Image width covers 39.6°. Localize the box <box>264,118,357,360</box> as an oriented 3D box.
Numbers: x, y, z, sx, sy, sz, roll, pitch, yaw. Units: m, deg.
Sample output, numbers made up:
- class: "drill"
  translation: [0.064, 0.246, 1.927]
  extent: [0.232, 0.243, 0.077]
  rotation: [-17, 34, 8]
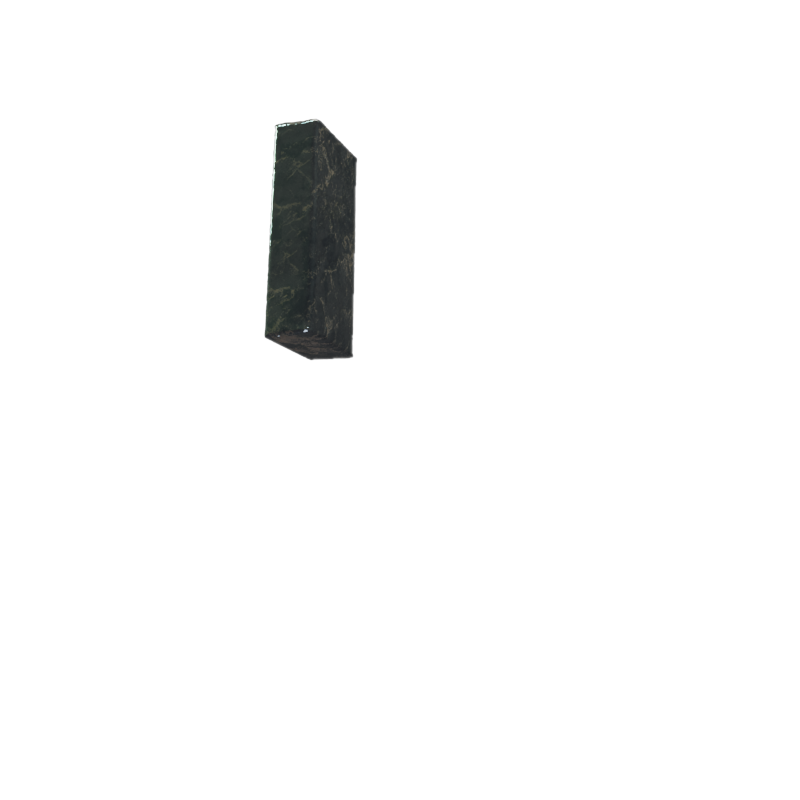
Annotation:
- class: "box"
  translation: [-0.070, -0.128, 0.897]
  extent: [0.049, 0.184, 0.088]
  rotation: [-7, -18, 19]
